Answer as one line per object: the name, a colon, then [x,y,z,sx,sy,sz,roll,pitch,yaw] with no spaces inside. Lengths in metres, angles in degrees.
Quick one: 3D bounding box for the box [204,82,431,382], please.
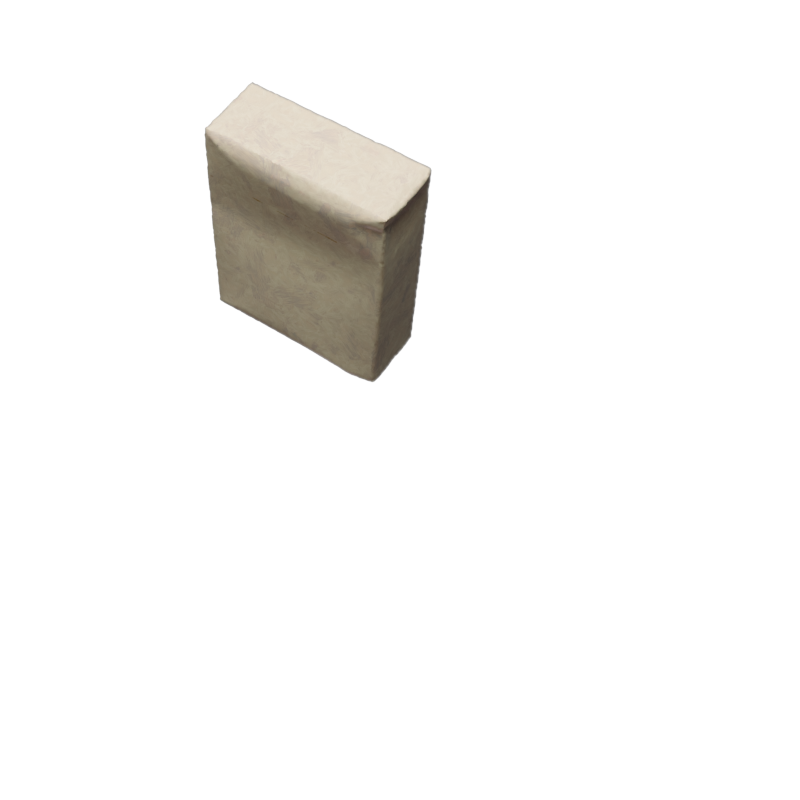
box: [-0.069,-0.126,0.886,0.171,0.074,0.200,30,-31,17]
